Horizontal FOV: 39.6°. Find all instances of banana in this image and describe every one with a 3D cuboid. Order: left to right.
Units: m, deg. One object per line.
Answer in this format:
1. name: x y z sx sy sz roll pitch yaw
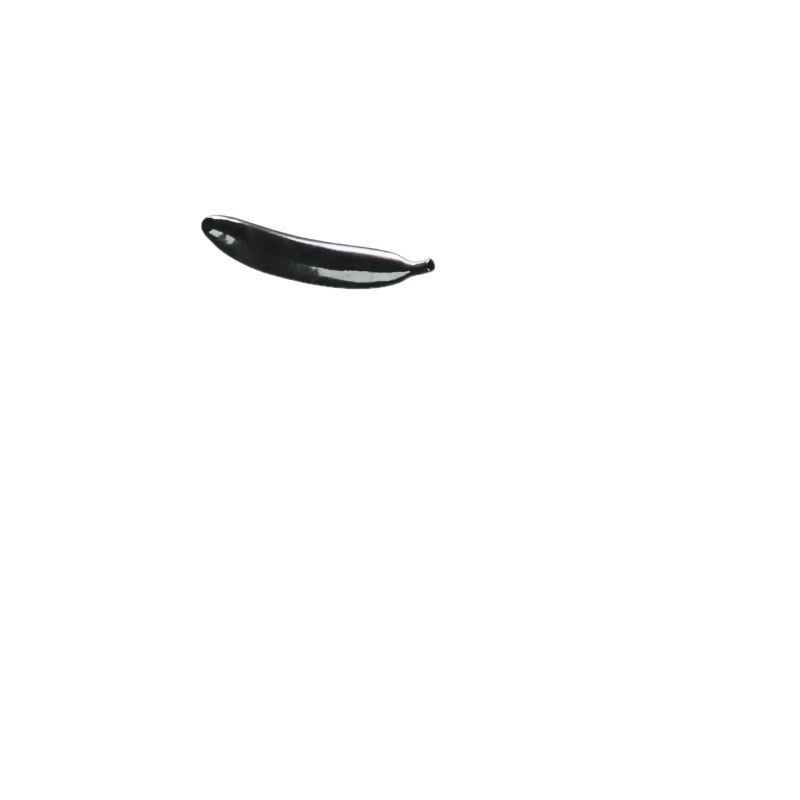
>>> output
1. banana: -0.074 -0.123 0.926 0.193 0.039 0.067 7 -26 -16
